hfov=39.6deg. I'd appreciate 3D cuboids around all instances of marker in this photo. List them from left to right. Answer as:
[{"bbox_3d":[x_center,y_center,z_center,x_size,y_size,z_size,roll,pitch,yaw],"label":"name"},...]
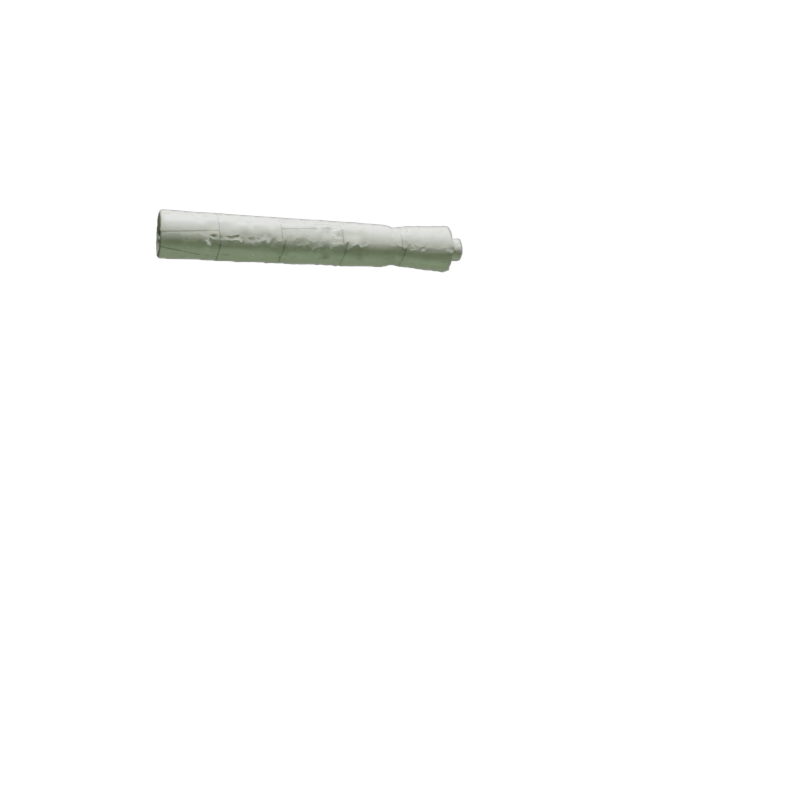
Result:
[{"bbox_3d":[-0.034,-0.062,0.433,0.119,0.020,0.020,1,4,-13],"label":"marker"}]
